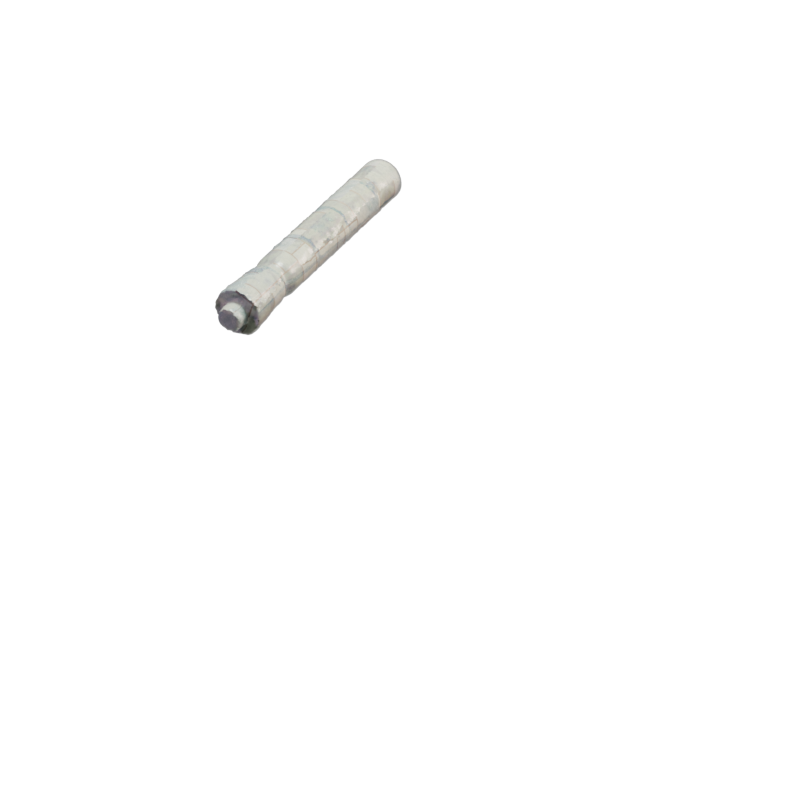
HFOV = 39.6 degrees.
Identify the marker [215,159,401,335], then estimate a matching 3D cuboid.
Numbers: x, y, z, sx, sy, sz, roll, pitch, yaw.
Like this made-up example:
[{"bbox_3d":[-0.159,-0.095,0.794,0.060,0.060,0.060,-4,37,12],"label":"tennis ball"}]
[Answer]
[{"bbox_3d":[-0.034,-0.062,0.432,0.020,0.019,0.124,1,34,30],"label":"marker"}]
